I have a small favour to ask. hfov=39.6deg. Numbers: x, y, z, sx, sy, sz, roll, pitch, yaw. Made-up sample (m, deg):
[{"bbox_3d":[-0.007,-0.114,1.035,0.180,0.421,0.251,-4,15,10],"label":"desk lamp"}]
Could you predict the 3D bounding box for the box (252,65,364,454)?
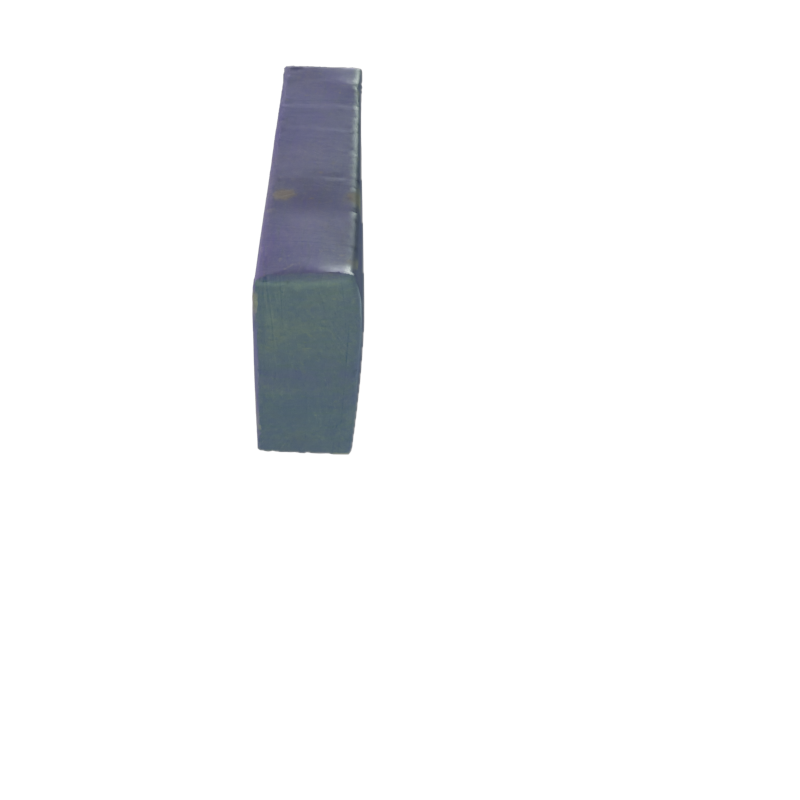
[{"bbox_3d":[-0.040,-0.072,0.503,0.048,0.087,0.189,1,40,-5],"label":"box"}]
